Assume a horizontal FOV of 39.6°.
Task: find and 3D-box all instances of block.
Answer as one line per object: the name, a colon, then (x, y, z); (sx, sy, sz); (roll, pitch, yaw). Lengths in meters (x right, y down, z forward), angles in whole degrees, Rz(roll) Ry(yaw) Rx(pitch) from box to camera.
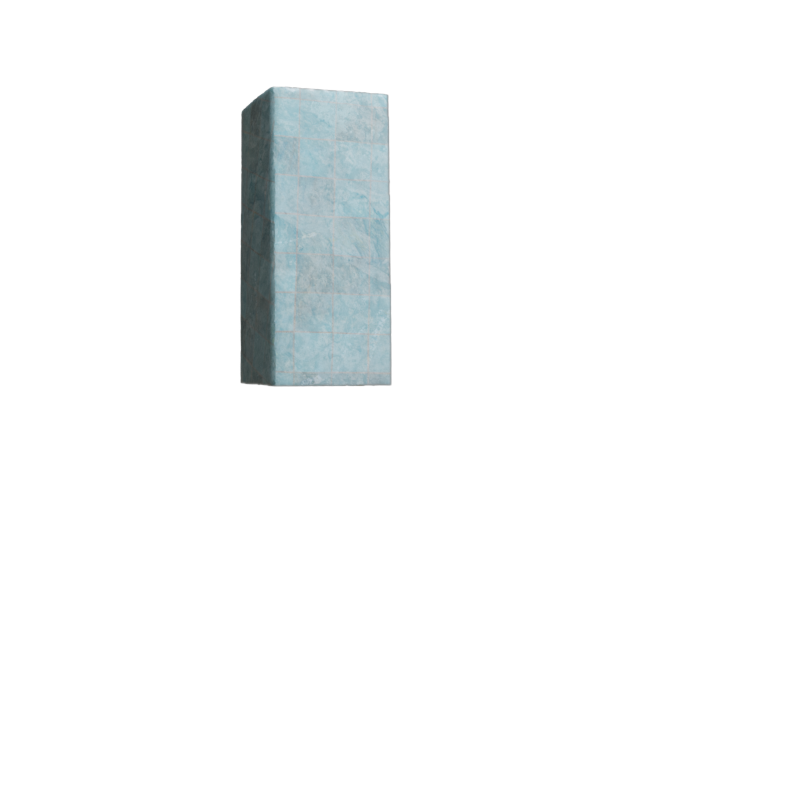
block: (-0.063, -0.115, 0.806); (0.088, 0.209, 0.091); (1, -5, -20)
